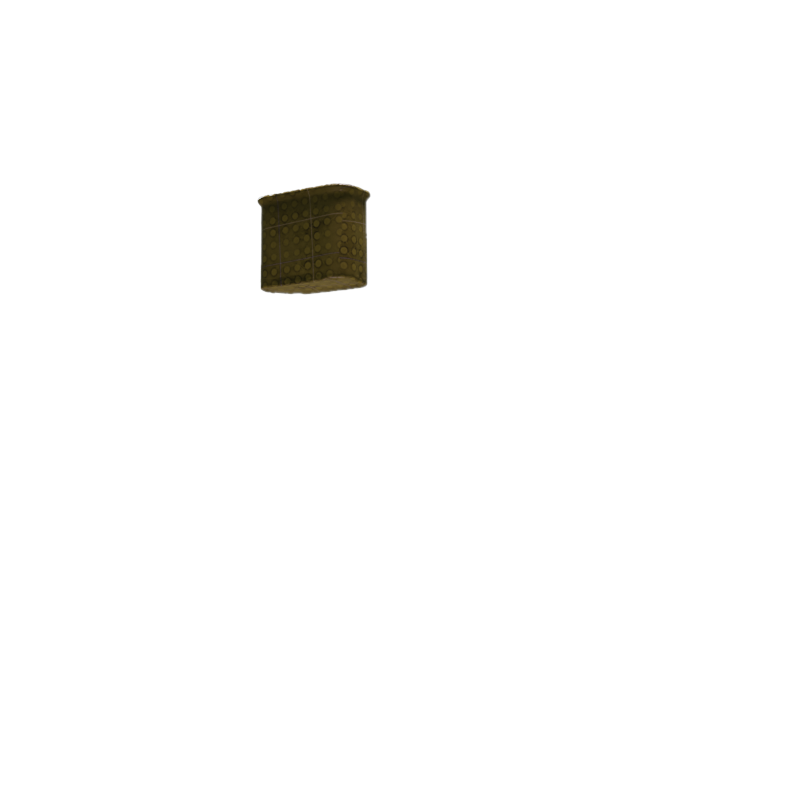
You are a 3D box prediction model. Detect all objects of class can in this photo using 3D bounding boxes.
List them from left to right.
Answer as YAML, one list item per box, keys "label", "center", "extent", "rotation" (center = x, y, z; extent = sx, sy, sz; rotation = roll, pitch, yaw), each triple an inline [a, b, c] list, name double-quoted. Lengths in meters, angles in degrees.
- label: "can"
  center: [-0.077, -0.141, 0.985]
  extent: [0.105, 0.086, 0.054]
  rotation: [-5, -11, 32]
